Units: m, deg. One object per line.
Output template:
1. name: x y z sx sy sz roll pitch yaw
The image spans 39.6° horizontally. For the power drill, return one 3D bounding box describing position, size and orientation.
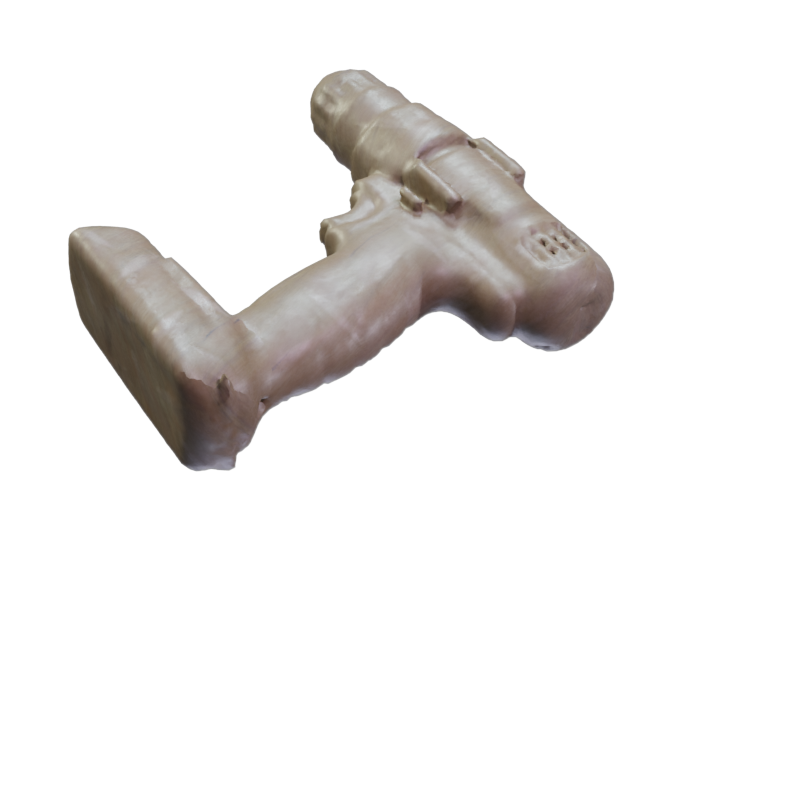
1. power drill: -0.036 -0.065 0.457 0.187 0.053 0.199 -26 51 -24
